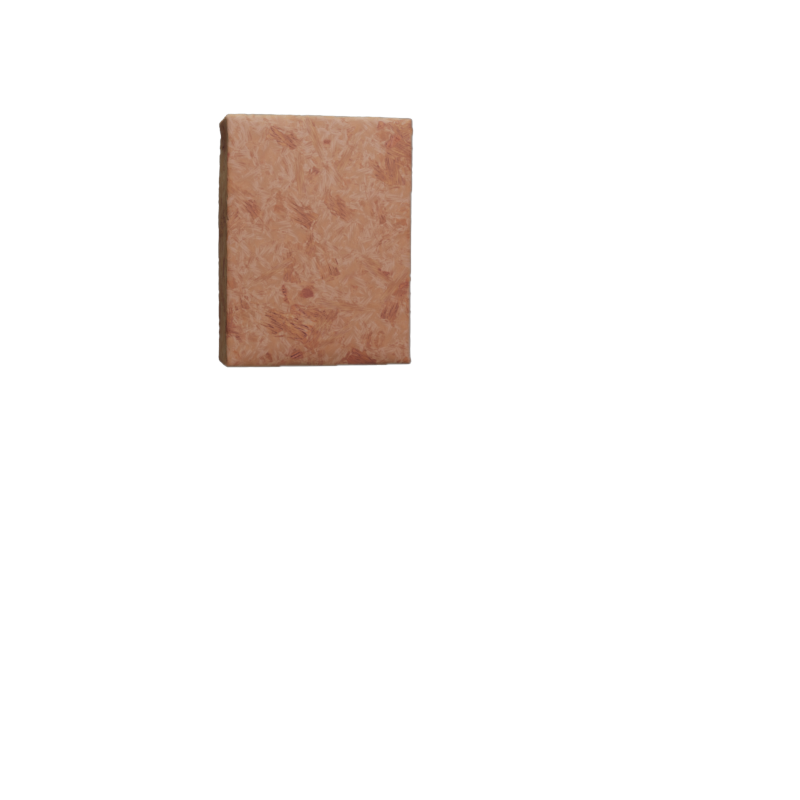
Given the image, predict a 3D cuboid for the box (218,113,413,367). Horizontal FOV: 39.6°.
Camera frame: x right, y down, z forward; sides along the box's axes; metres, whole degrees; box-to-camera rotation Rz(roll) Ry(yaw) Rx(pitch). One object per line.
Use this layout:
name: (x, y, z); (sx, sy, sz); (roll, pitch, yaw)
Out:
box: (-0.076, -0.138, 0.967); (0.161, 0.214, 0.073); (-1, 1, -14)
